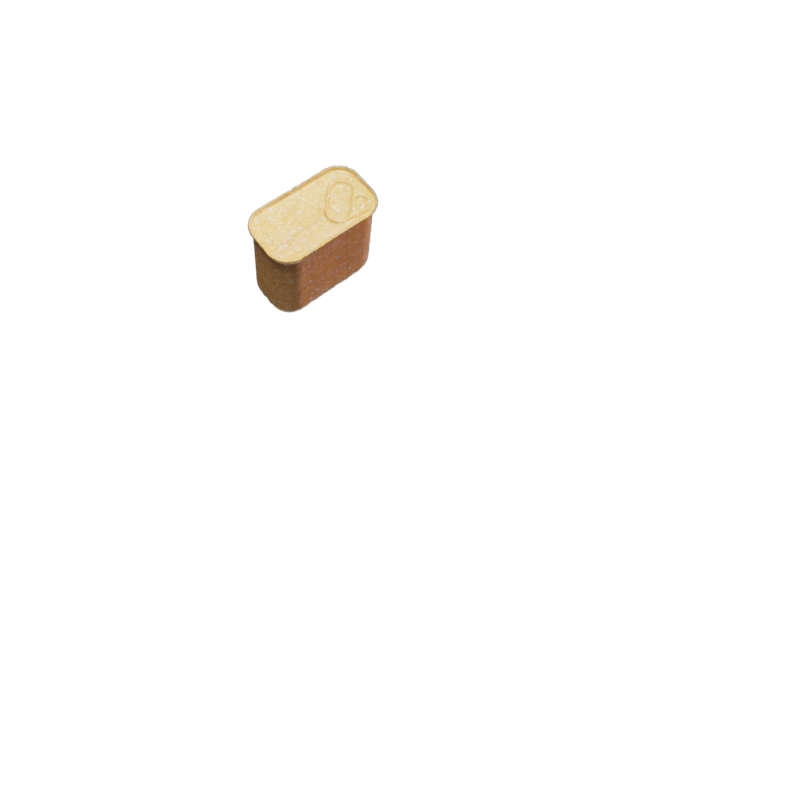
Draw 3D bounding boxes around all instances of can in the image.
[{"bbox_3d":[-0.070,-0.127,0.889,0.102,0.061,0.079,-35,-22,-19],"label":"can"}]
